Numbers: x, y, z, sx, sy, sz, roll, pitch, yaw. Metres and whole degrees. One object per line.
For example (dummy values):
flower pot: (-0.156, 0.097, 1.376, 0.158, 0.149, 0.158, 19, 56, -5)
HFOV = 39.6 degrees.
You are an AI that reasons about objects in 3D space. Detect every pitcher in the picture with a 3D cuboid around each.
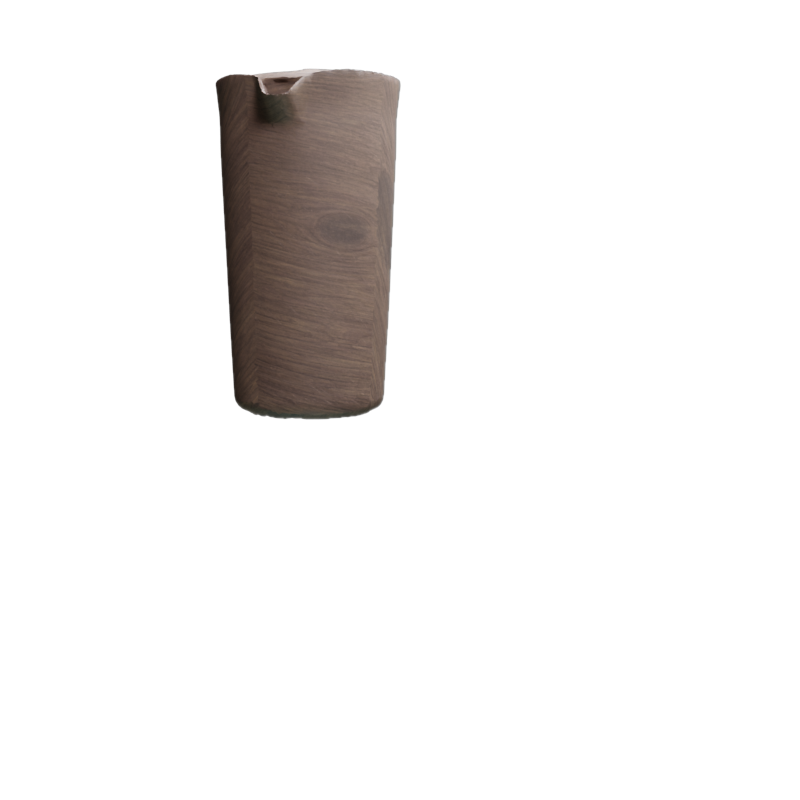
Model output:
pitcher: (-0.063, -0.116, 0.809, 0.144, 0.243, 0.150, -1, 2, -34)
